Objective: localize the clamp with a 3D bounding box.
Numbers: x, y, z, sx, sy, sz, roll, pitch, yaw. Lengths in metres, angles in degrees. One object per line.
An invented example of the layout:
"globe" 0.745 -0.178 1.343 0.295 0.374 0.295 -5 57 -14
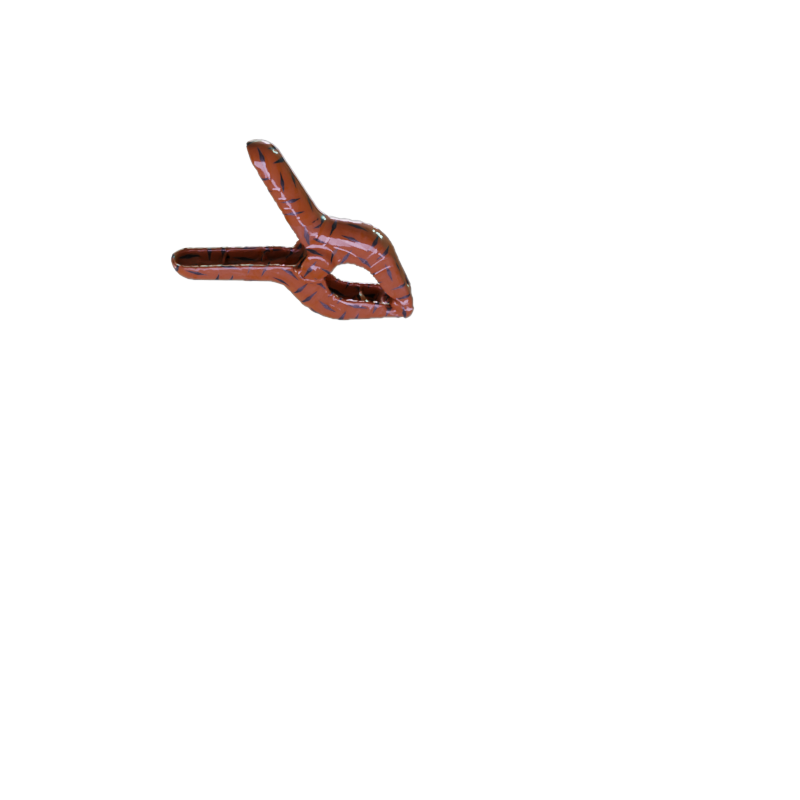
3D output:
"clamp" -0.060 -0.109 0.762 0.166 0.042 0.115 17 -47 -17
